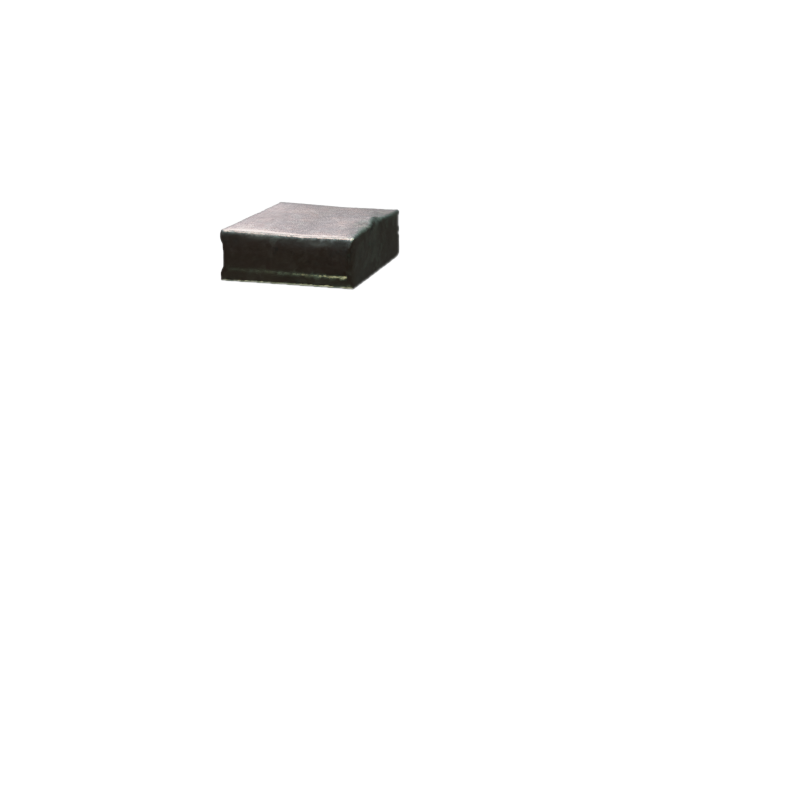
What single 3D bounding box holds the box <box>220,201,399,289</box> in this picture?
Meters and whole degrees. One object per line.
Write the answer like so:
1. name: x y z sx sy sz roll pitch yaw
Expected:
1. box: -0.047 -0.085 0.598 0.075 0.029 0.090 6 19 16
